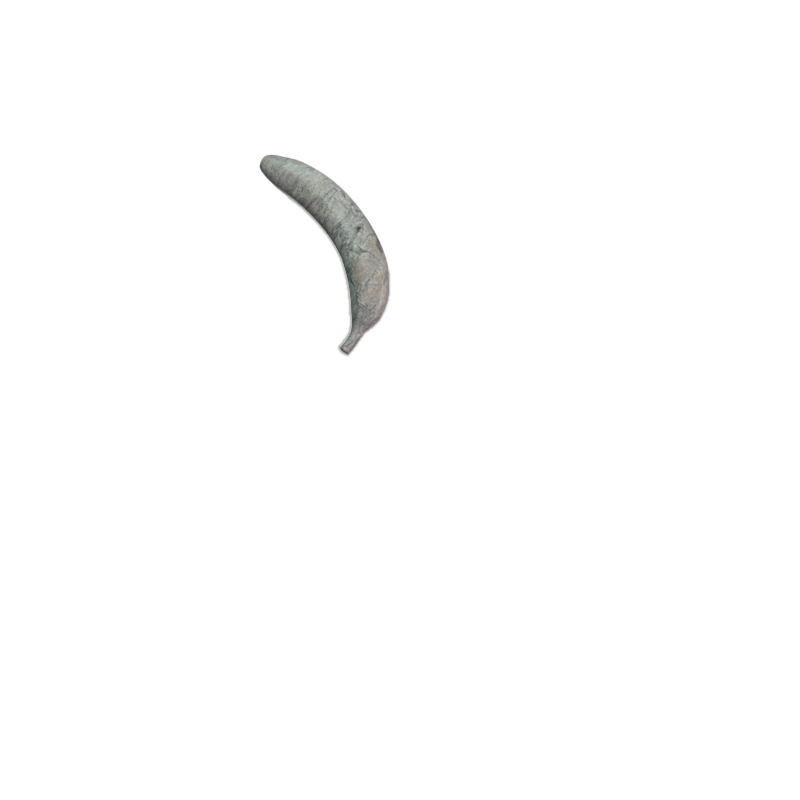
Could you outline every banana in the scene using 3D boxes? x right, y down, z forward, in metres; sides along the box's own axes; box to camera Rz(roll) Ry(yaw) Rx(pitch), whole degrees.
[{"bbox_3d":[-0.057,-0.142,0.969,0.069,0.208,0.035,-21,-19,-8],"label":"banana"}]
